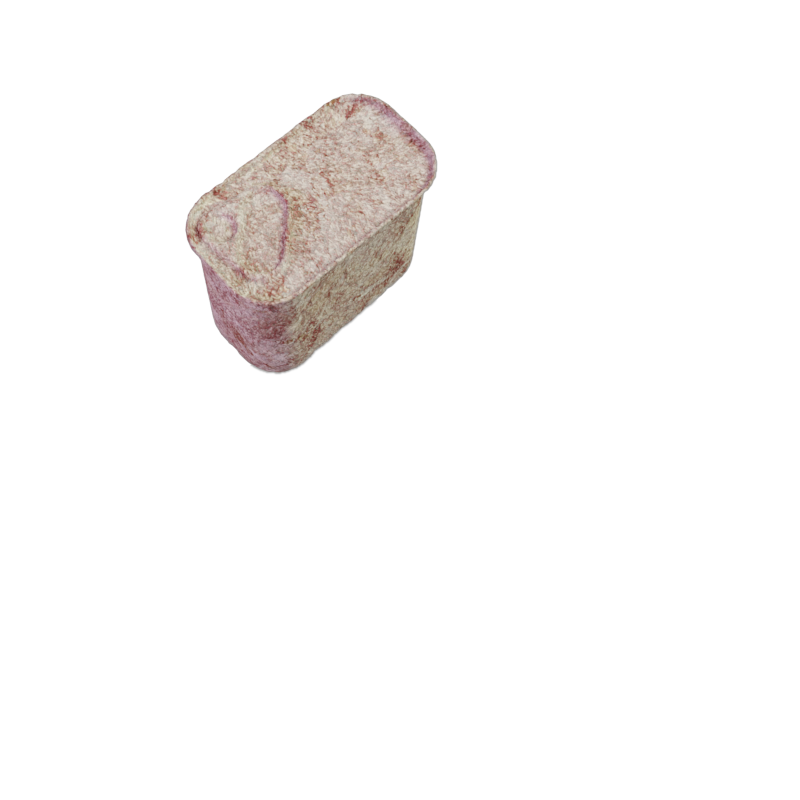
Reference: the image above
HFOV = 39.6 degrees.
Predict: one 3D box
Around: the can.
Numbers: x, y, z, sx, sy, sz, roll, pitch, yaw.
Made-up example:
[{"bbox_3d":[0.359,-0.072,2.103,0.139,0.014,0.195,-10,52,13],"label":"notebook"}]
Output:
[{"bbox_3d":[-0.037,-0.067,0.470,0.103,0.060,0.079,-41,-15,-17],"label":"can"}]
